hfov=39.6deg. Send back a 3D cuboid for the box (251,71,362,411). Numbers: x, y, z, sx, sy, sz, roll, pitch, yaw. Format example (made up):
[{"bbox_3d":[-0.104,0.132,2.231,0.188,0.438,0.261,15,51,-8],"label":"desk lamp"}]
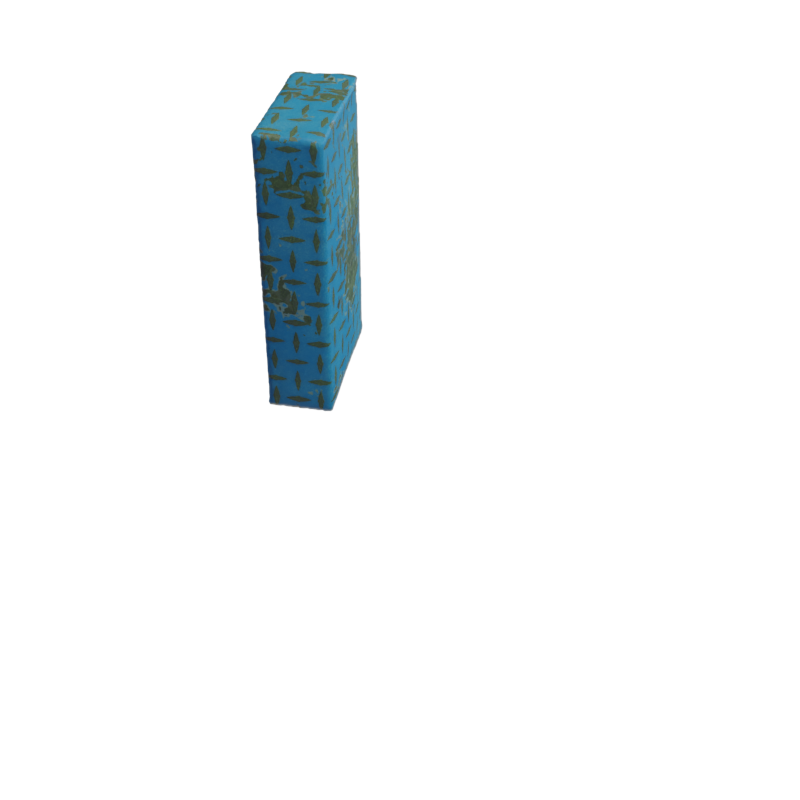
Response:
[{"bbox_3d":[-0.050,-0.092,0.646,0.049,0.165,0.098,7,35,7],"label":"box"}]
